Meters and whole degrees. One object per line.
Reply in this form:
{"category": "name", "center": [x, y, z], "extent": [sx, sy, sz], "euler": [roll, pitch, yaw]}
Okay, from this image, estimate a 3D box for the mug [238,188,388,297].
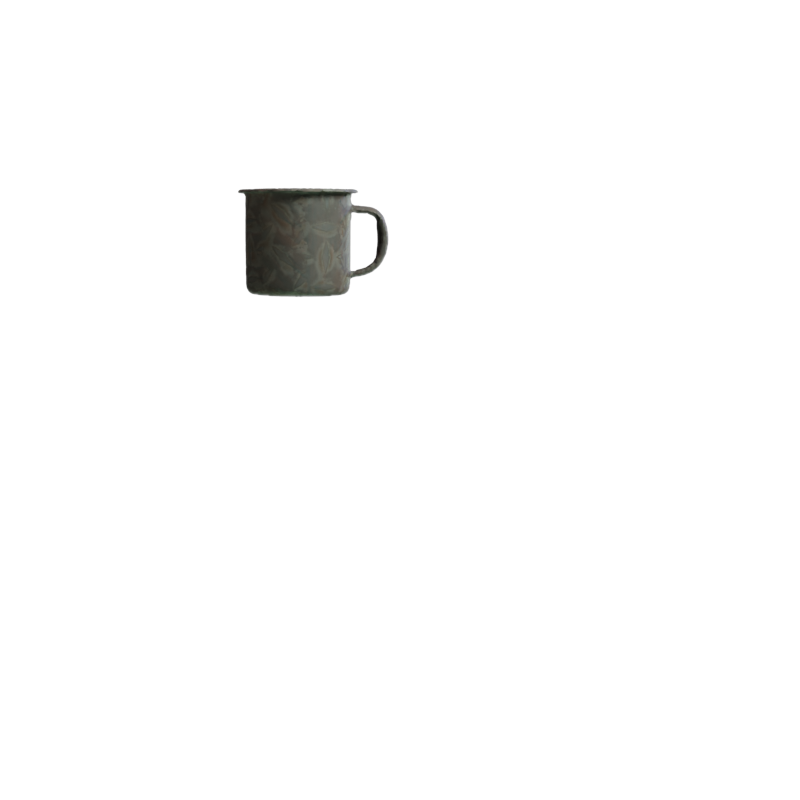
{"category": "mug", "center": [-0.068, -0.124, 0.866], "extent": [0.116, 0.081, 0.095], "euler": [-1, 6, -6]}
